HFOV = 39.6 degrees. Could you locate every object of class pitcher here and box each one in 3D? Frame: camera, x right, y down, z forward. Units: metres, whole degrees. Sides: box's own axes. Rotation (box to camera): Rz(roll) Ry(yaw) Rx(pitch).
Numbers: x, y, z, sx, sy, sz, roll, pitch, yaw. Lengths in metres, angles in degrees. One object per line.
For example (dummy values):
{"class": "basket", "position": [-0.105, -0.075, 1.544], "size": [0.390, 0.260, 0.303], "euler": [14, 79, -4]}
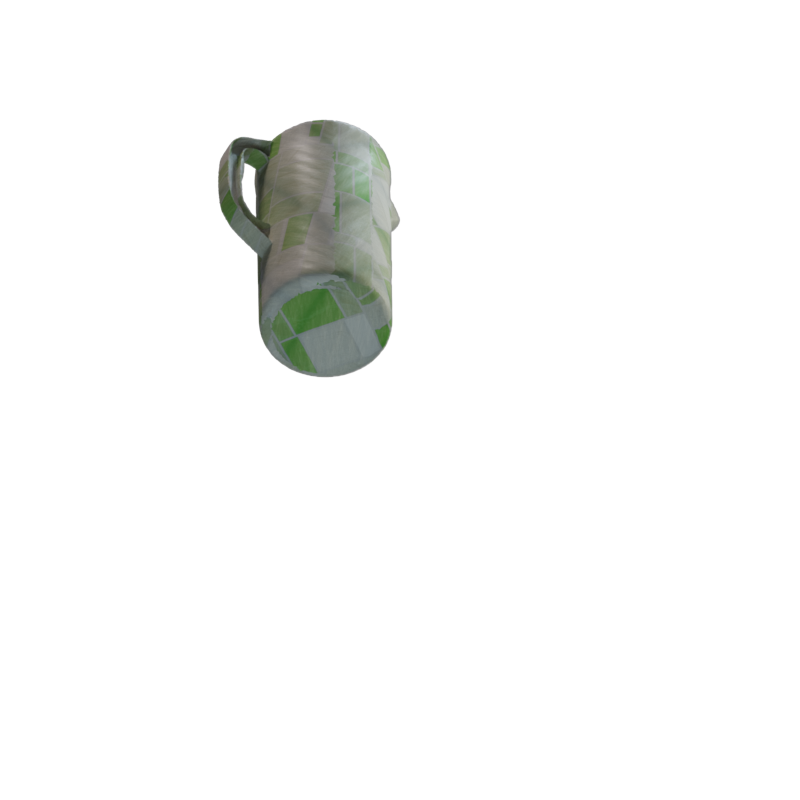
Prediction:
{"class": "pitcher", "position": [-0.077, -0.140, 0.980], "size": [0.150, 0.134, 0.260], "euler": [-11, 38, 5]}
